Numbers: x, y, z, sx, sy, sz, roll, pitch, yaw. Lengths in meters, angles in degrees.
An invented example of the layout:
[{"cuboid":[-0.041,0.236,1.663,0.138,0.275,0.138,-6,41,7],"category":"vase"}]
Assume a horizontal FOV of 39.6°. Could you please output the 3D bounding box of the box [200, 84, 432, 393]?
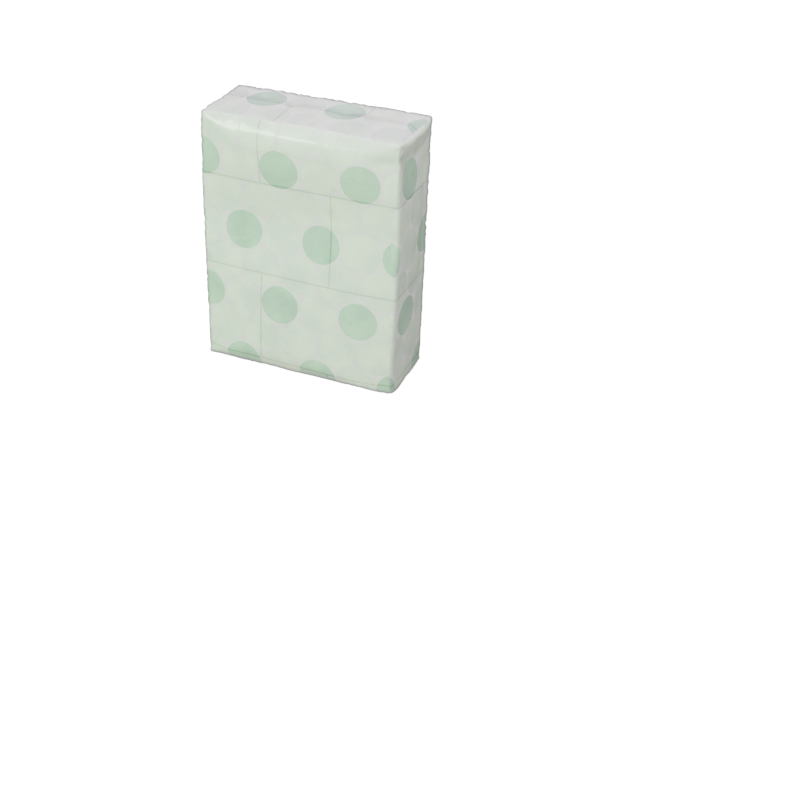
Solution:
[{"cuboid":[-0.067,-0.123,0.860,0.170,0.201,0.074,14,32,20],"category":"box"}]
